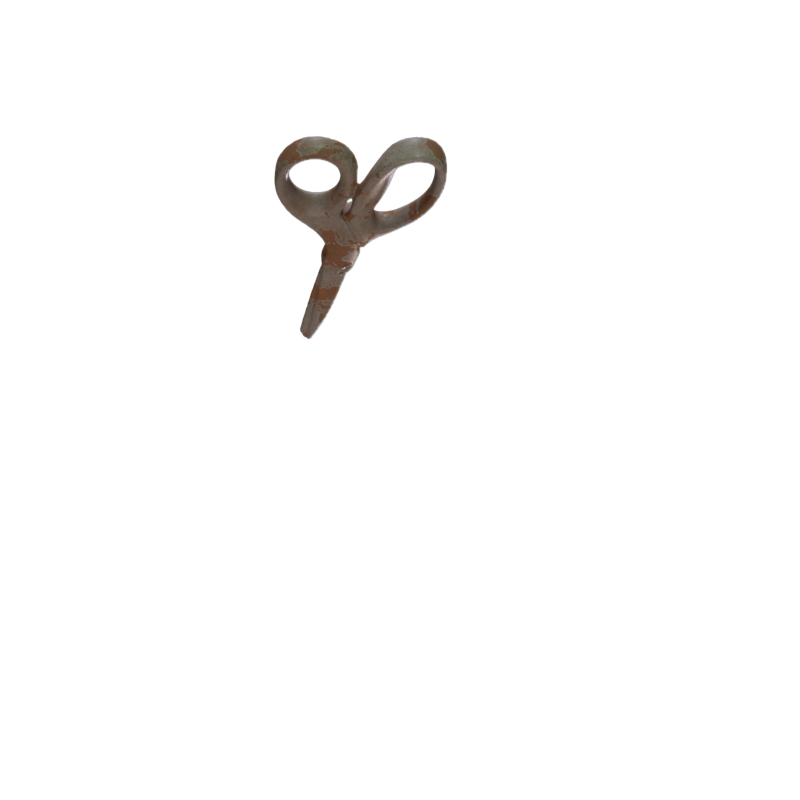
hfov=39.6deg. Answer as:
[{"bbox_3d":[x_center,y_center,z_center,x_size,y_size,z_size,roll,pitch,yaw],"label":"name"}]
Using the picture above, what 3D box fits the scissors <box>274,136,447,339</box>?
[{"bbox_3d":[-0.048,-0.088,0.617,0.092,0.017,0.198,15,-31,-27],"label":"scissors"}]
